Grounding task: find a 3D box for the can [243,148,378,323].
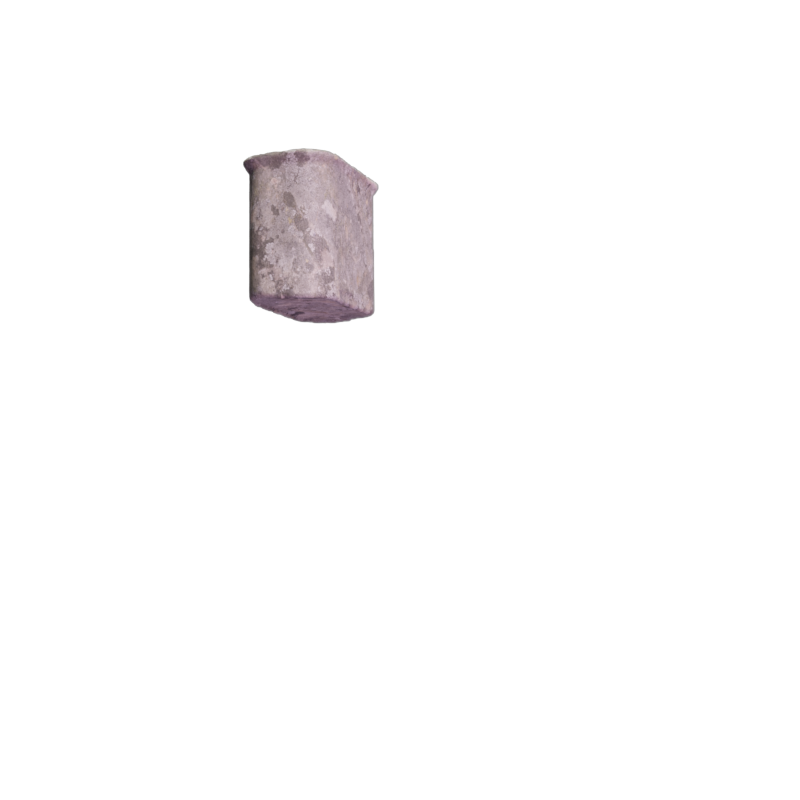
[{"bbox_3d":[-0.051,-0.094,0.656,0.059,0.086,0.097,-4,-9,20],"label":"can"}]
